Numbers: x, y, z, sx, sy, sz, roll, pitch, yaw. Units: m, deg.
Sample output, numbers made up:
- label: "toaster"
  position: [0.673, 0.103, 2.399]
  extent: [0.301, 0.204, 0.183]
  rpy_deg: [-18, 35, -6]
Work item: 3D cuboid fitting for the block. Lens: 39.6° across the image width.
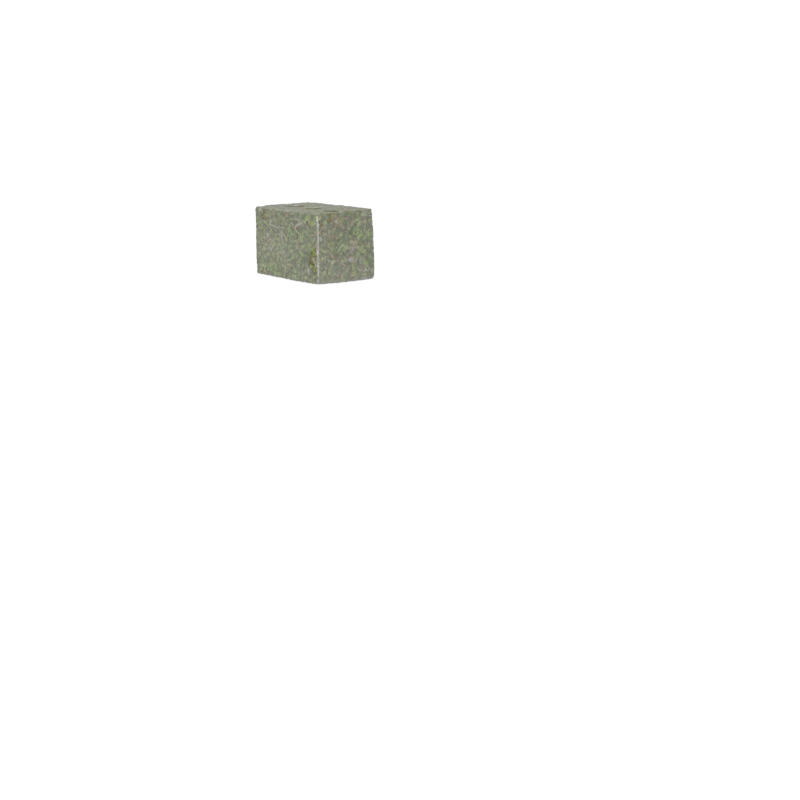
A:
- label: "block"
  position: [-0.064, -0.116, 0.811]
  extent: [0.051, 0.050, 0.082]
  rpy_deg: [-9, 15, -40]
